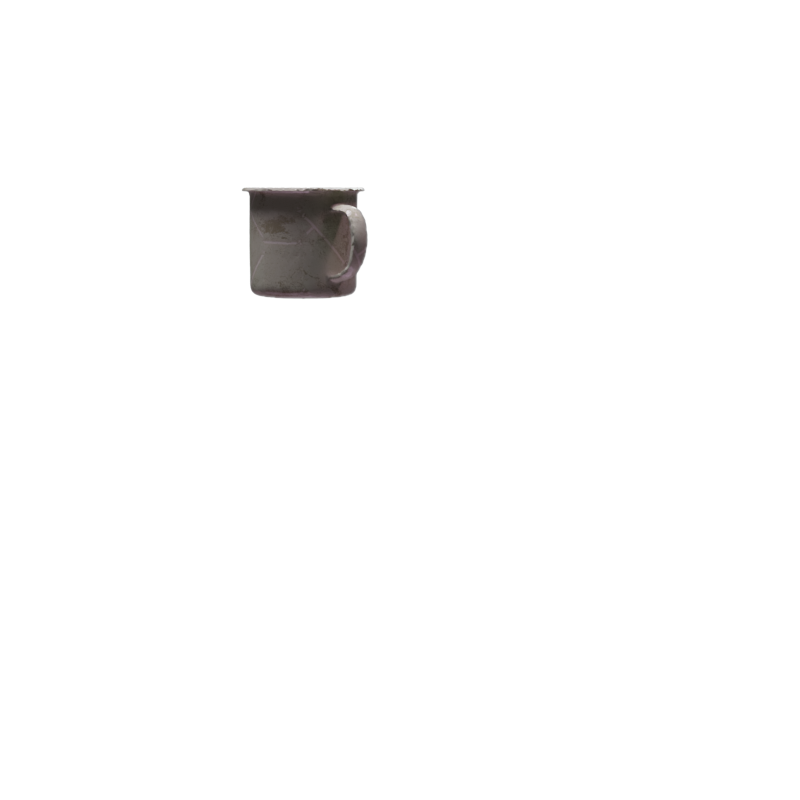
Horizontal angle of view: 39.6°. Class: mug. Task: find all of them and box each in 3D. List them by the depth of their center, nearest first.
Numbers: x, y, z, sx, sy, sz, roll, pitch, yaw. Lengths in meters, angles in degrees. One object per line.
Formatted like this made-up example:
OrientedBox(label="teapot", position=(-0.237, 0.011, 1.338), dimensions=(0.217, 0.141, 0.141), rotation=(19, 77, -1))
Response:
OrientedBox(label="mug", position=(-0.065, -0.119, 0.834), dimensions=(0.090, 0.081, 0.123), rotation=(-6, 10, -42))
